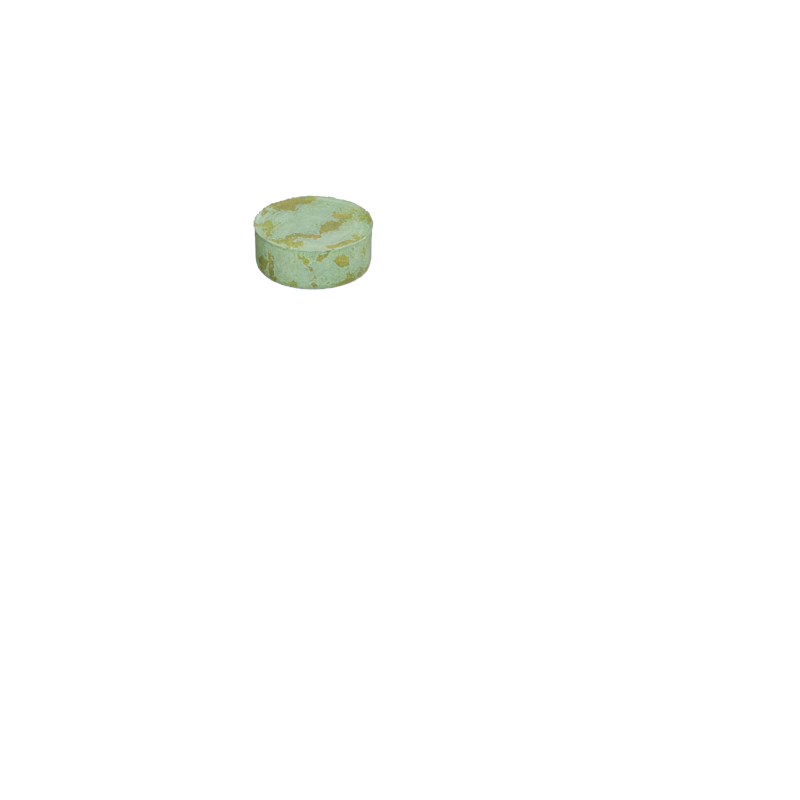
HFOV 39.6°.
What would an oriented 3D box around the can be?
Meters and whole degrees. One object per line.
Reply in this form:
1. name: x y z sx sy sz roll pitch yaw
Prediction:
1. can: -0.063 -0.114 0.801 0.086 0.031 0.092 -1 34 -2
